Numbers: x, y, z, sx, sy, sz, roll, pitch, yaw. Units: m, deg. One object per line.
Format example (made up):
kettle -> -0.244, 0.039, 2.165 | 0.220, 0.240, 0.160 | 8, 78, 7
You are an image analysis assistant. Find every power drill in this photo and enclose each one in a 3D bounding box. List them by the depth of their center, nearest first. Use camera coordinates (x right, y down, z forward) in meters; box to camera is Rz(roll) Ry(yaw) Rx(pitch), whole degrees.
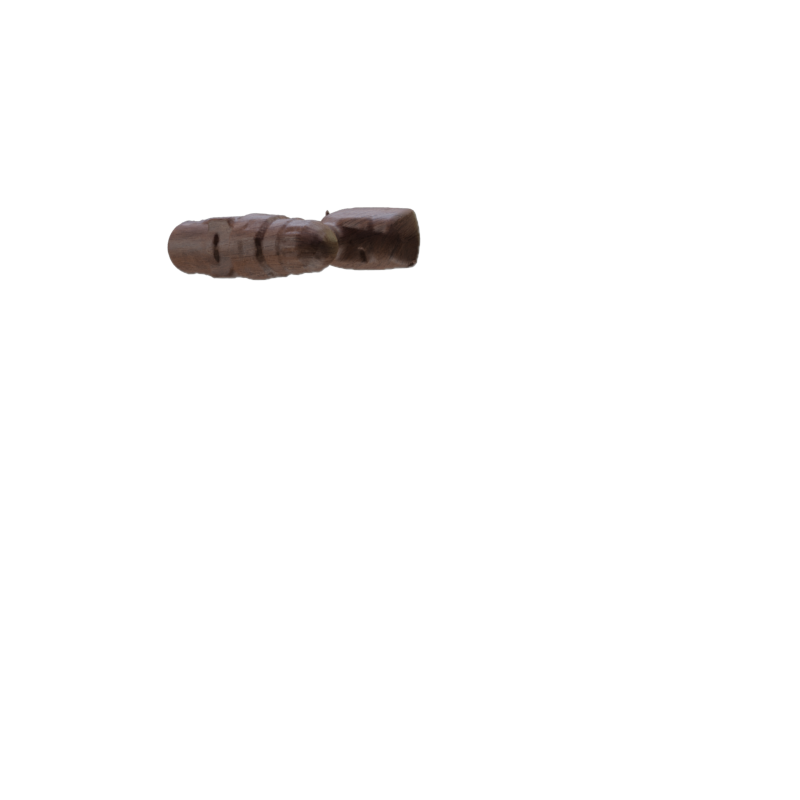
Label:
power drill -> -0.072, -0.131, 0.919 | 0.181, 0.057, 0.193 | -9, 13, -44
